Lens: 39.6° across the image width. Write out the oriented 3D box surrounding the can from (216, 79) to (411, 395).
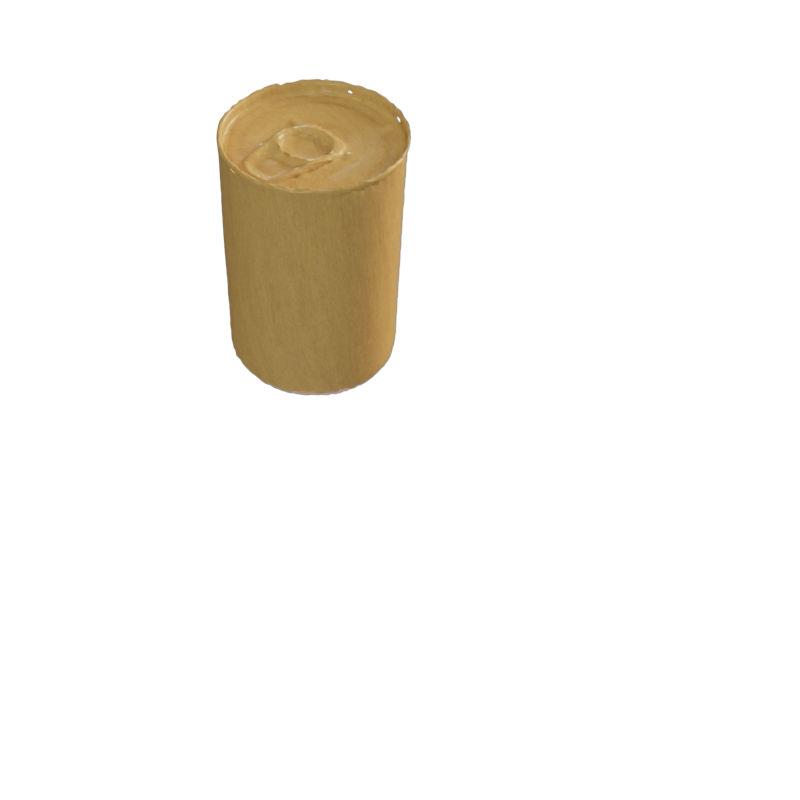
[{"bbox_3d":[-0.033,-0.060,0.418,0.068,0.095,0.074,0,44,-3],"label":"can"}]
